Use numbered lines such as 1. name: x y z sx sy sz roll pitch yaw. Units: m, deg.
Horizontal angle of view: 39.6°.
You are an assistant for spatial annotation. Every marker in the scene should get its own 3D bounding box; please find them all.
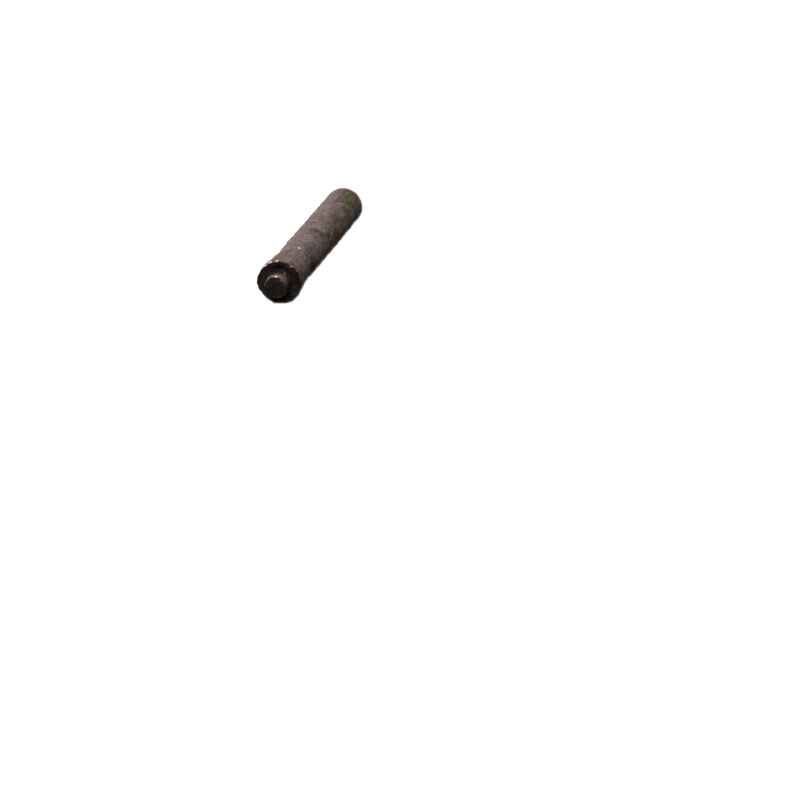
1. marker: -0.039 -0.071 0.497 0.020 0.019 0.125 0 25 12
